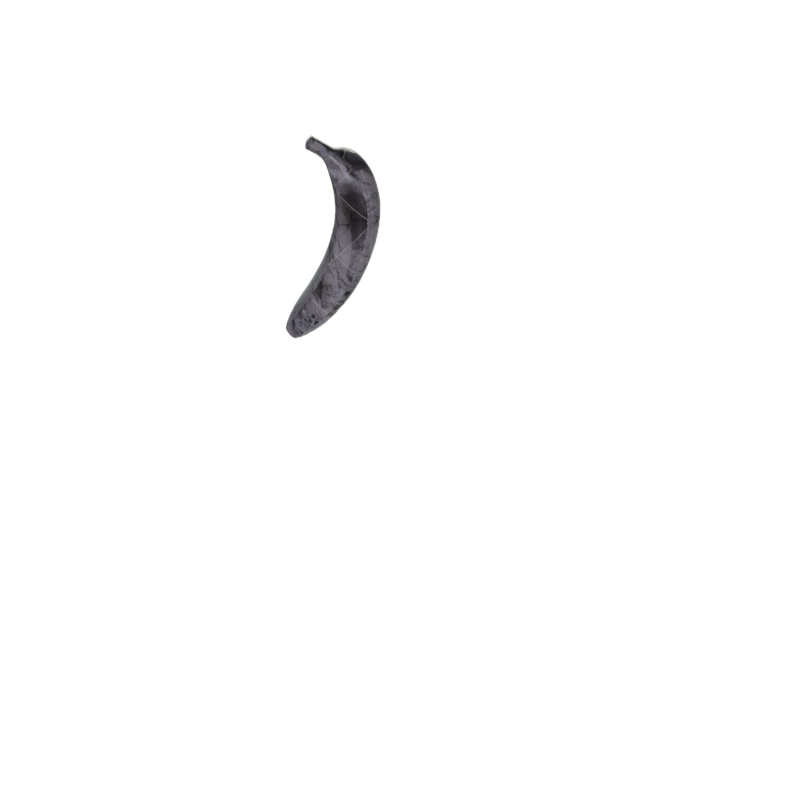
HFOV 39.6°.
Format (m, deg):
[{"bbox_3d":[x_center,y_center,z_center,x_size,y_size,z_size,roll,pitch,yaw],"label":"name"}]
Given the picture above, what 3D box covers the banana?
[{"bbox_3d":[-0.054,-0.135,0.933,0.069,0.186,0.039,6,33,-5],"label":"banana"}]
